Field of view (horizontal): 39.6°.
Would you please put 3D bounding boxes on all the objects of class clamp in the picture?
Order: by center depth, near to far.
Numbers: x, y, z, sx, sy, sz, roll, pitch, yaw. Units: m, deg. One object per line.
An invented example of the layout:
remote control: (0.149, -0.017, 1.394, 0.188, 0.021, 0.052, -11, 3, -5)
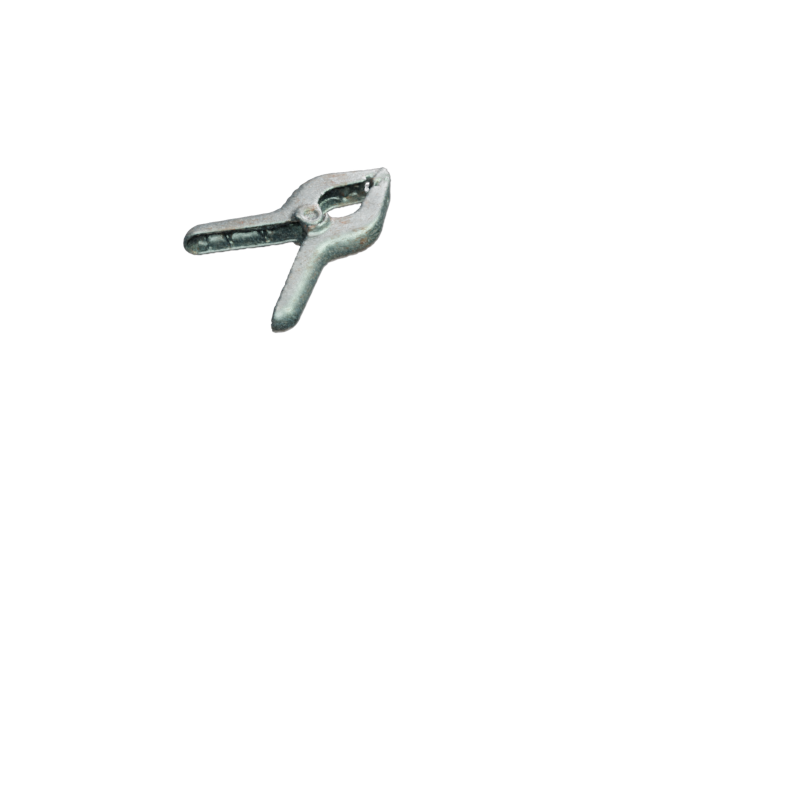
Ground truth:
clamp: (-0.067, -0.121, 0.850, 0.171, 0.128, 0.037, -29, -28, -18)
